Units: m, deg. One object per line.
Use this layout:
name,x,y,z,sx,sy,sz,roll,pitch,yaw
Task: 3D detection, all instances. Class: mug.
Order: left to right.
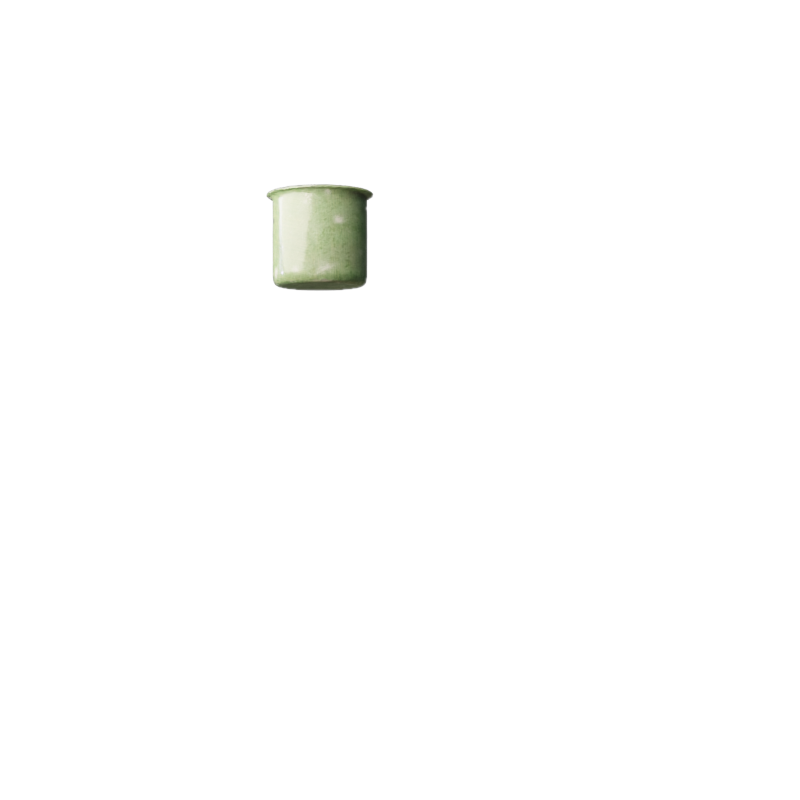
mug,-0.076,-0.139,0.971,0.090,0.083,0.120,2,-3,-31
